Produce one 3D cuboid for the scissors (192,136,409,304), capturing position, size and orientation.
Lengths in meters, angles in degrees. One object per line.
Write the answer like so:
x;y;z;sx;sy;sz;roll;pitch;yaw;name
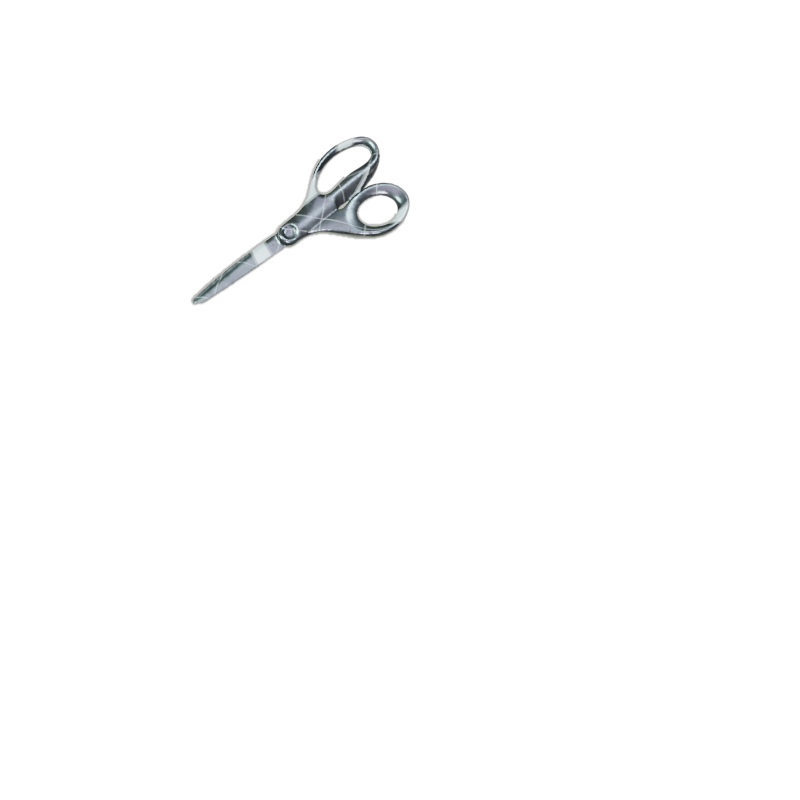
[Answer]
-0.072;-0.130;0.914;0.099;0.205;0.015;35;-14;10;scissors
